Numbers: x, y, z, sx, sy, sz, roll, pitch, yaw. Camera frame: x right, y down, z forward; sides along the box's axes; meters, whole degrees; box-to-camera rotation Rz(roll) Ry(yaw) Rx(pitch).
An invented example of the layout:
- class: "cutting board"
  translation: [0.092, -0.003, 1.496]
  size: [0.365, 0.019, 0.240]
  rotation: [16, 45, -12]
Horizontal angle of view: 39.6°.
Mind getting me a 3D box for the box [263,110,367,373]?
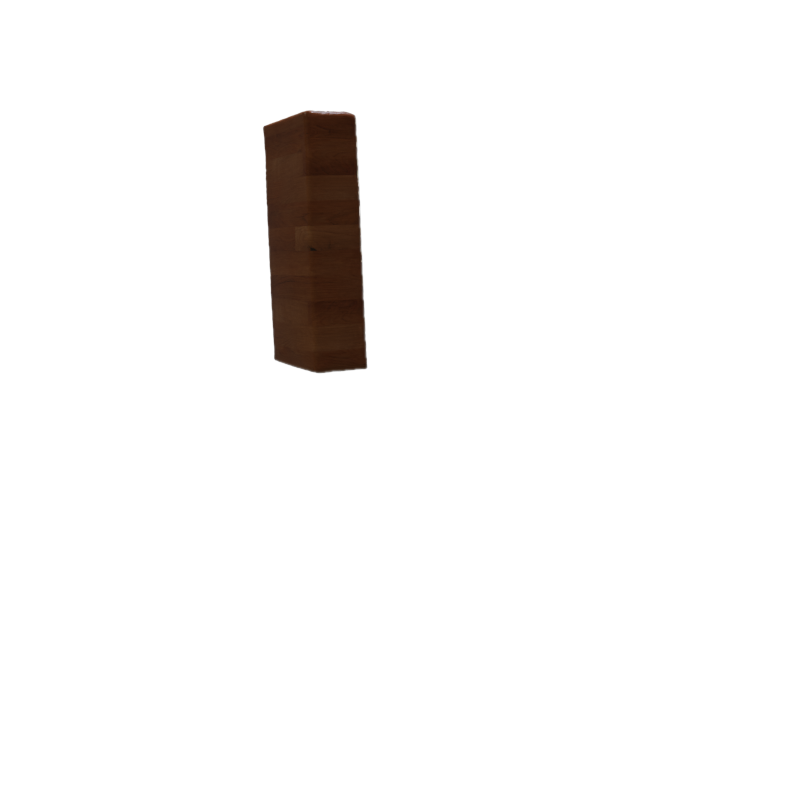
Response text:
- class: "box"
  translation: [-0.061, -0.112, 0.785]
  size: [0.047, 0.176, 0.096]
  rotation: [0, 1, -24]
